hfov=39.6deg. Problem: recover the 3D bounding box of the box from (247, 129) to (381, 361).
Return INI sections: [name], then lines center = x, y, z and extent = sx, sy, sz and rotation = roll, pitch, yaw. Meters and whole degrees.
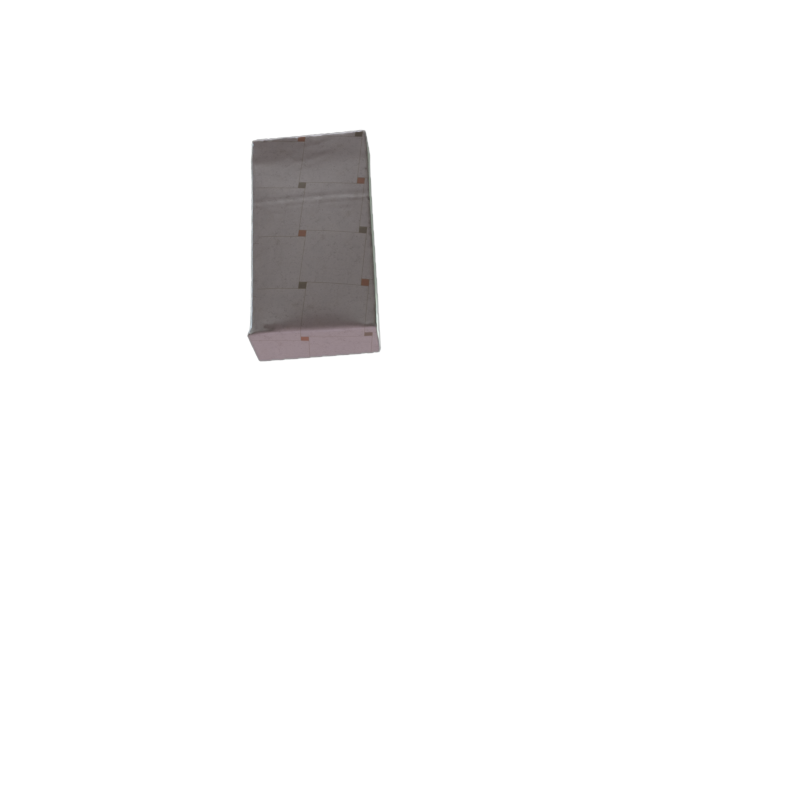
[box]
center = -0.065, -0.119, 0.834
extent = 0.094, 0.188, 0.045
rotation = -5, -32, 4
